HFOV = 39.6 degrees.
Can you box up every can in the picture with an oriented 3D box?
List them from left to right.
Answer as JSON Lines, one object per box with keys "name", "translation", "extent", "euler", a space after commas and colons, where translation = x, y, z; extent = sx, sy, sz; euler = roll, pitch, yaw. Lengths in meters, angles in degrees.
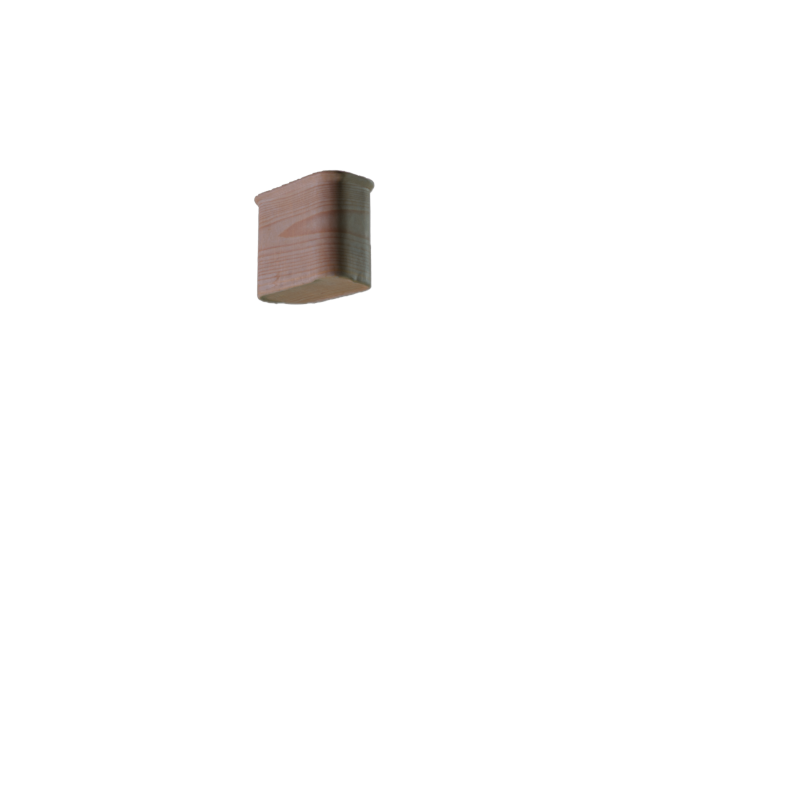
{"name": "can", "translation": [-0.068, -0.123, 0.862], "extent": [0.054, 0.087, 0.104], "euler": [12, -17, -43]}
